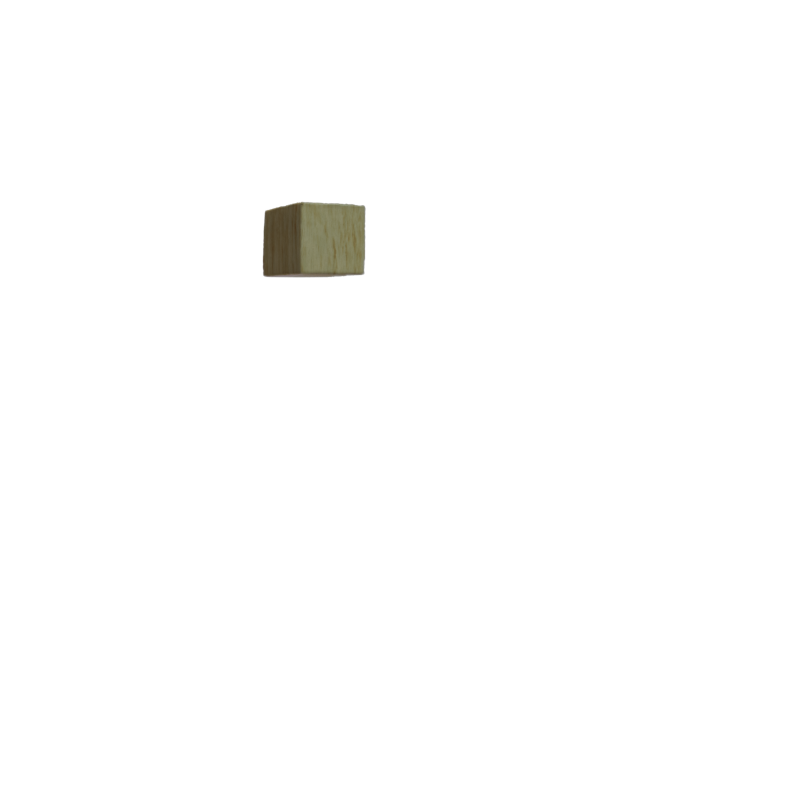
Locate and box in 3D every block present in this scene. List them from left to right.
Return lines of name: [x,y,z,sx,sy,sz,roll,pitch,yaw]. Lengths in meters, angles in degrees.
block: [-0.064,-0.118,0.823,0.051,0.051,0.080,0,2,-26]
